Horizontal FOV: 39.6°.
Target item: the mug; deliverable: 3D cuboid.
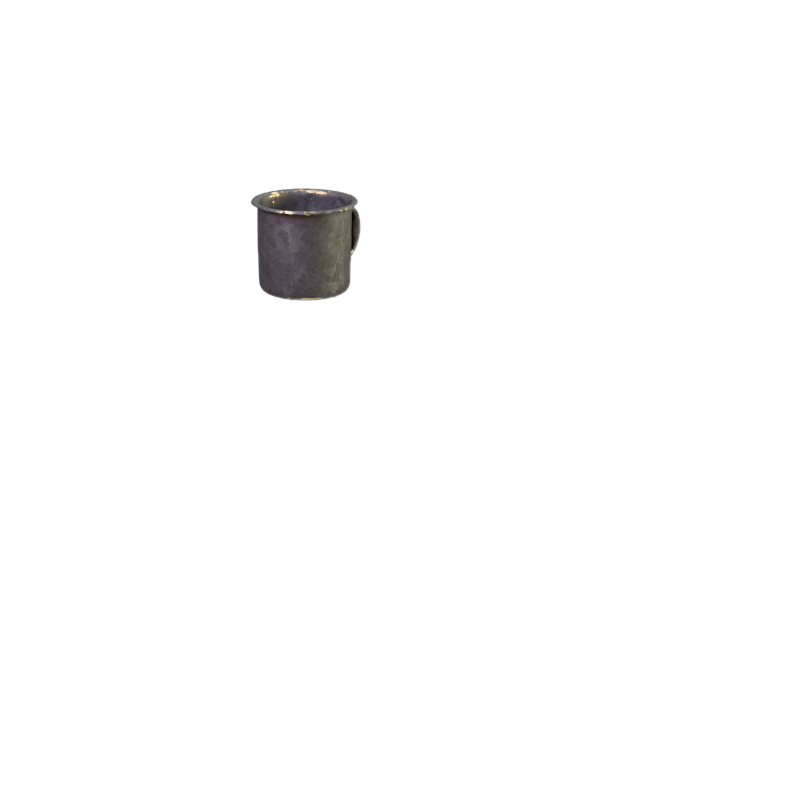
[{"bbox_3d":[-0.077,-0.140,0.984,0.098,0.078,0.116,15,25,35],"label":"mug"}]
